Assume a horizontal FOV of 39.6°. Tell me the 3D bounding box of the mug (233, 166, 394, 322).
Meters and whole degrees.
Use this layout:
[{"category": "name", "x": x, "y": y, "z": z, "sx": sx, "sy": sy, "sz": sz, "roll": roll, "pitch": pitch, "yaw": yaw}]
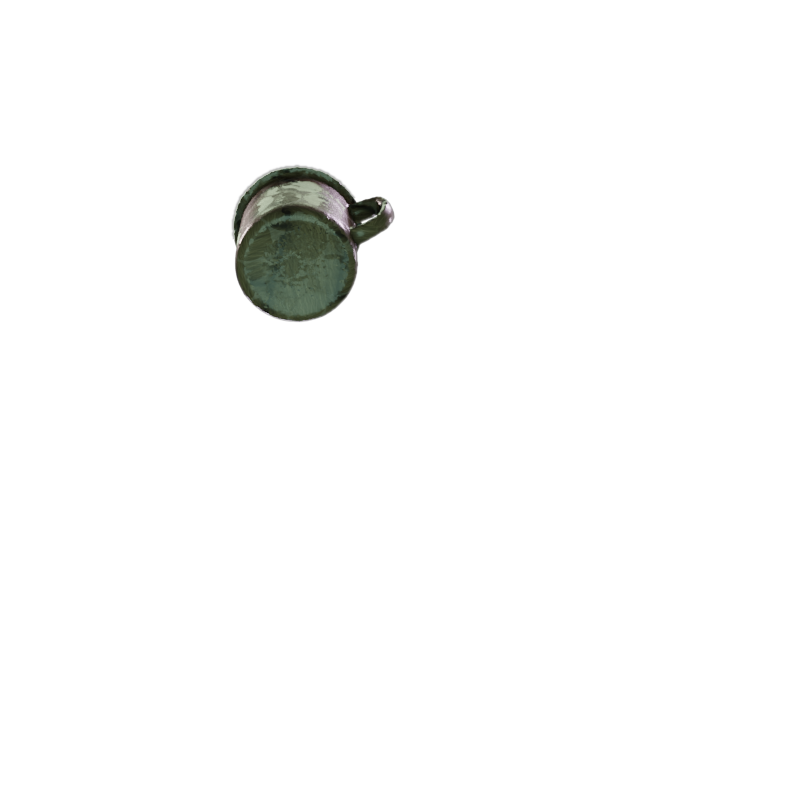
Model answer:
[{"category": "mug", "x": -0.059, "y": -0.108, "z": 0.759, "sx": 0.117, "sy": 0.089, "sz": 0.086, "roll": -18, "pitch": 23, "yaw": 6}]
